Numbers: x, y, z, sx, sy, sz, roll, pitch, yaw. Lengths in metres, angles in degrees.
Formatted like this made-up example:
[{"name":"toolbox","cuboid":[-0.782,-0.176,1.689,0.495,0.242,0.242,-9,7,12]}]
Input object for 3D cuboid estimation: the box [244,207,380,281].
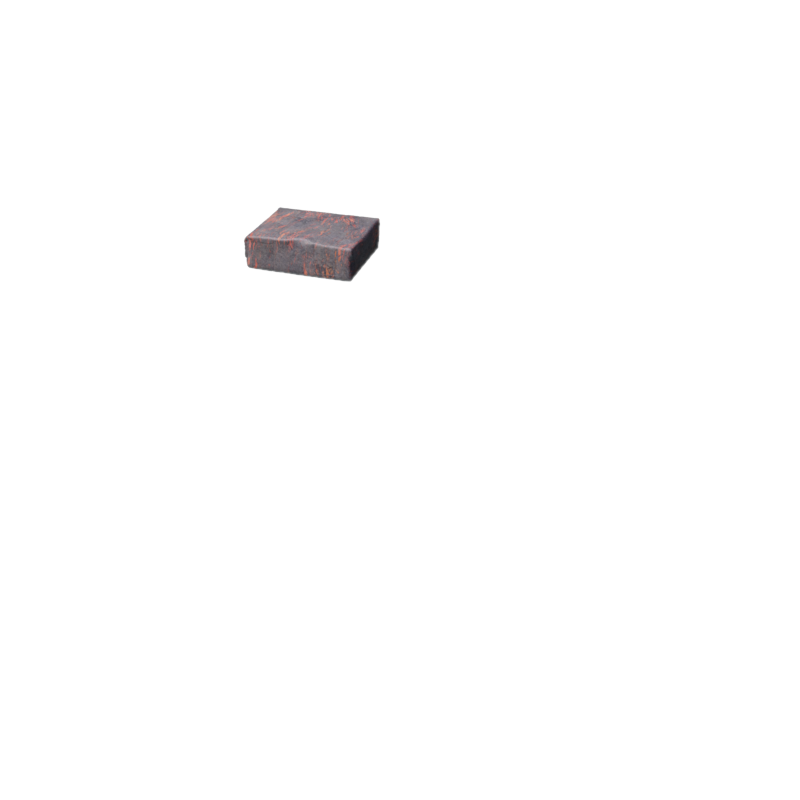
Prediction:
[{"name":"box","cuboid":[-0.069,-0.125,0.876,0.092,0.029,0.075,9,28,16]}]
